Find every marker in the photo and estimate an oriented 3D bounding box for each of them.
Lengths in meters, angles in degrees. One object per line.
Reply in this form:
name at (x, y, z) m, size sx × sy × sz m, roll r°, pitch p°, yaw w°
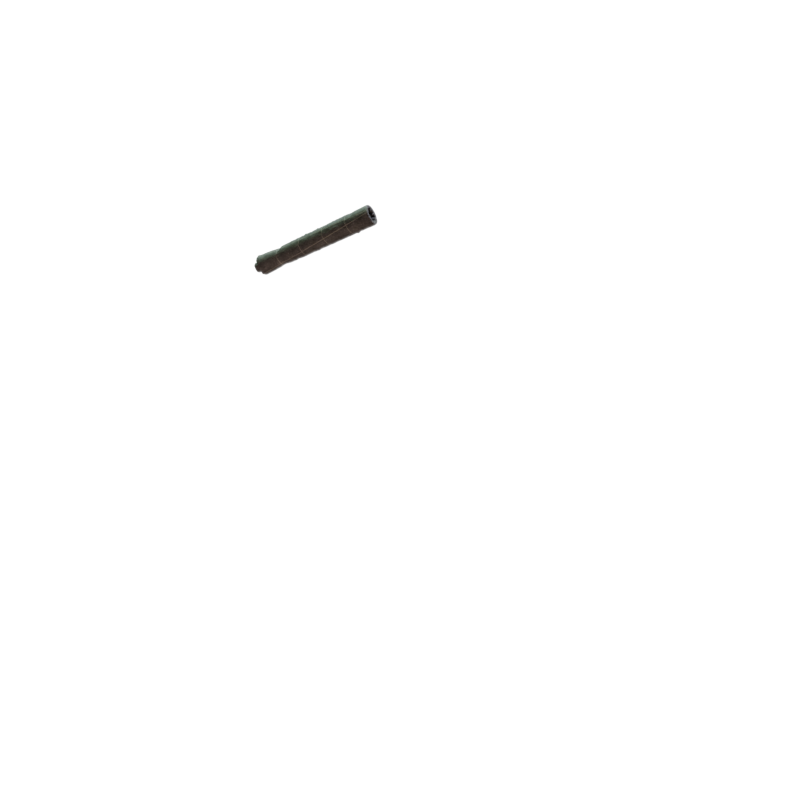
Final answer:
marker at (-0.077, -0.140, 0.980) m, size 0.121 × 0.020 × 0.019 m, roll -21°, pitch -4°, yaw 22°
